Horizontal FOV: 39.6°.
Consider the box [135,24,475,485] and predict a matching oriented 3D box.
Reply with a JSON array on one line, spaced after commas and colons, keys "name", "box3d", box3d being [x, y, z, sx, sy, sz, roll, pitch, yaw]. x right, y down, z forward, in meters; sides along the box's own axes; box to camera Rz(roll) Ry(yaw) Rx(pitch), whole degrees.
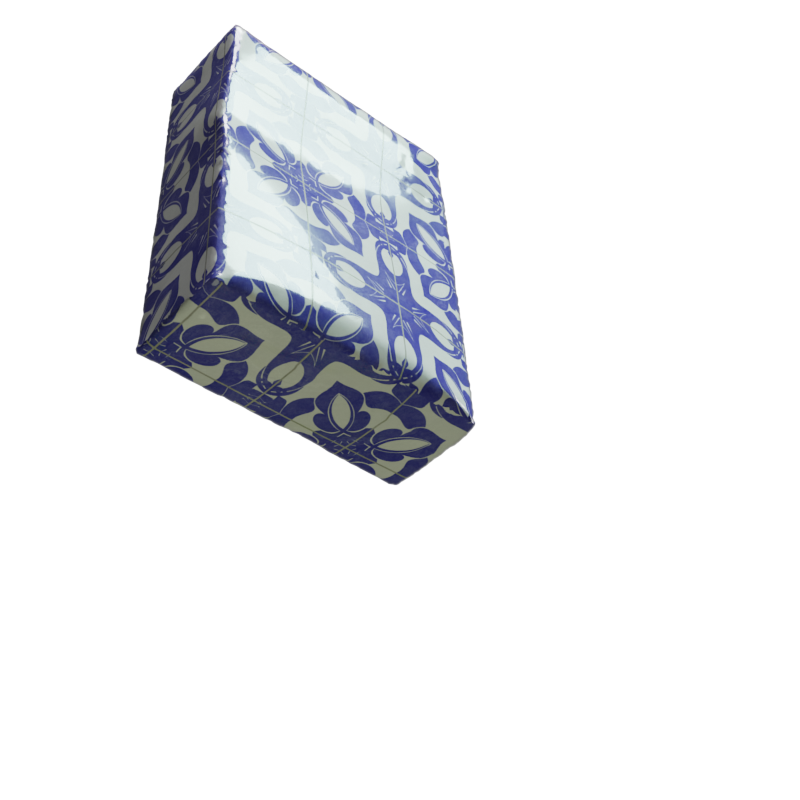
[{"name": "box", "box3d": [-0.047, -0.085, 0.597, 0.155, 0.230, 0.071, 29, -52, -29]}]
